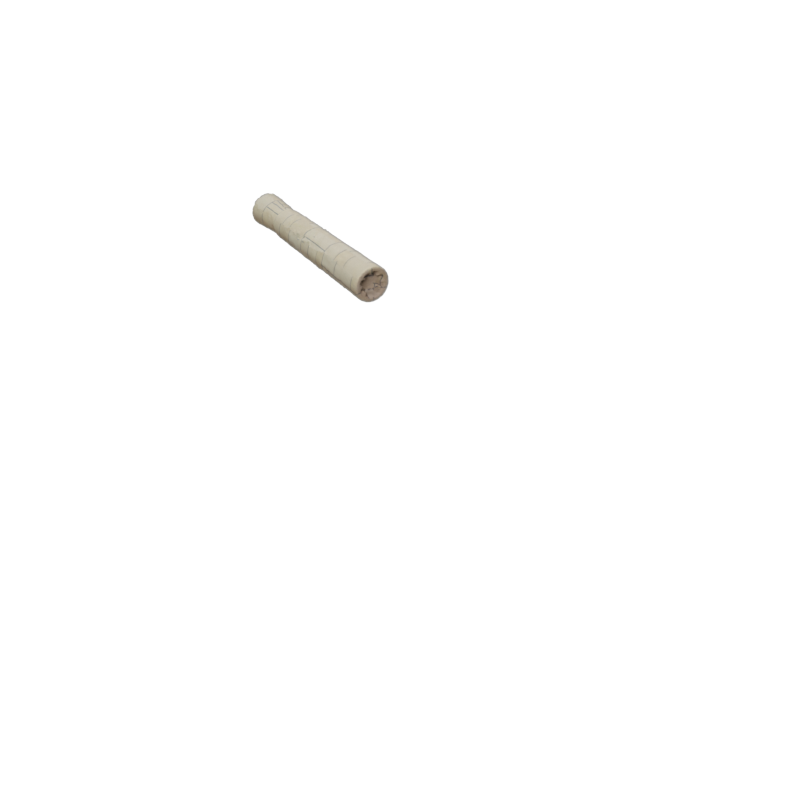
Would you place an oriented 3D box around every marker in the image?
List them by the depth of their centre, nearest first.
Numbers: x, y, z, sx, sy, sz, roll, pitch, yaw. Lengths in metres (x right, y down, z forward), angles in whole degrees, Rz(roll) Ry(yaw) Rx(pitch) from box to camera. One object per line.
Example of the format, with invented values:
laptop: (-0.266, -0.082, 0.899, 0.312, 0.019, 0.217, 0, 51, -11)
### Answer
marker: (-0.045, -0.082, 0.578, 0.019, 0.019, 0.130, -3, 26, -32)
